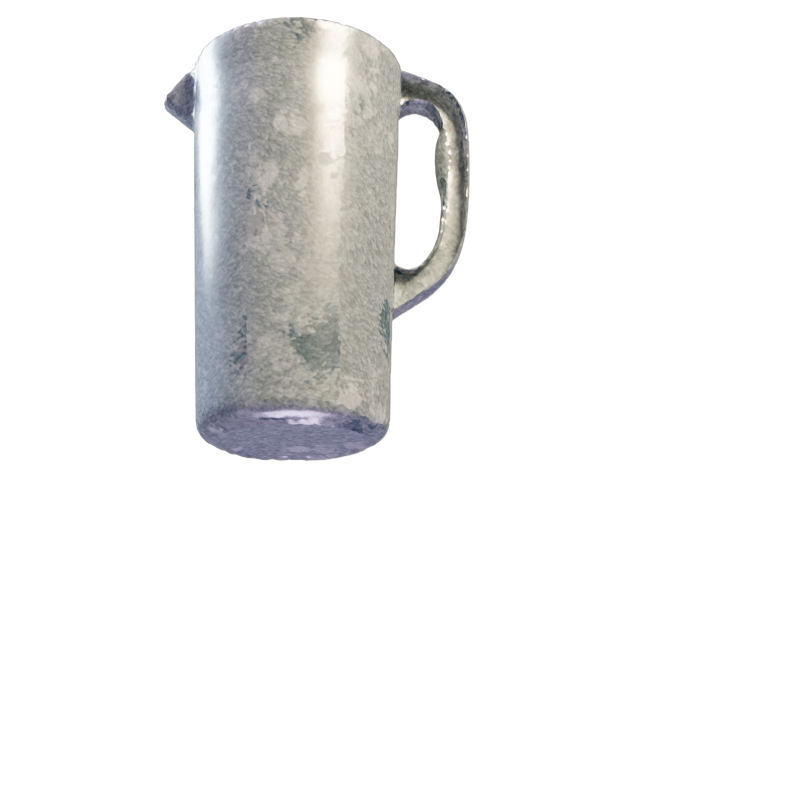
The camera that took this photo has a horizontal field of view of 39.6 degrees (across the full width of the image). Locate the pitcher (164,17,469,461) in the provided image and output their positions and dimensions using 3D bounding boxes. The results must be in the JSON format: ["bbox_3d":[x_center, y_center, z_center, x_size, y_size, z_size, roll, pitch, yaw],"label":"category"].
[{"bbox_3d":[-0.052,-0.094,0.659,0.151,0.256,0.136,-19,-28,39],"label":"pitcher"}]
